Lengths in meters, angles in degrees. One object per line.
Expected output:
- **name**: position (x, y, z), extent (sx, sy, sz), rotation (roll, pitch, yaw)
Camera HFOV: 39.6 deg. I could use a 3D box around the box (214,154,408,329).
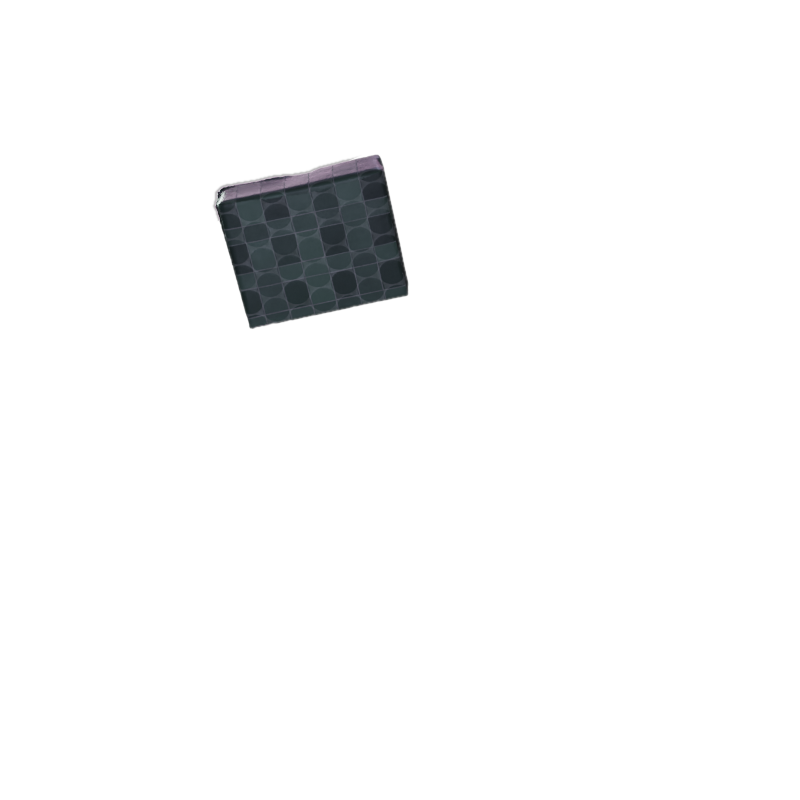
- **box**: position (-0.046, -0.084, 0.585), extent (0.089, 0.069, 0.032), rotation (-11, 24, 4)
